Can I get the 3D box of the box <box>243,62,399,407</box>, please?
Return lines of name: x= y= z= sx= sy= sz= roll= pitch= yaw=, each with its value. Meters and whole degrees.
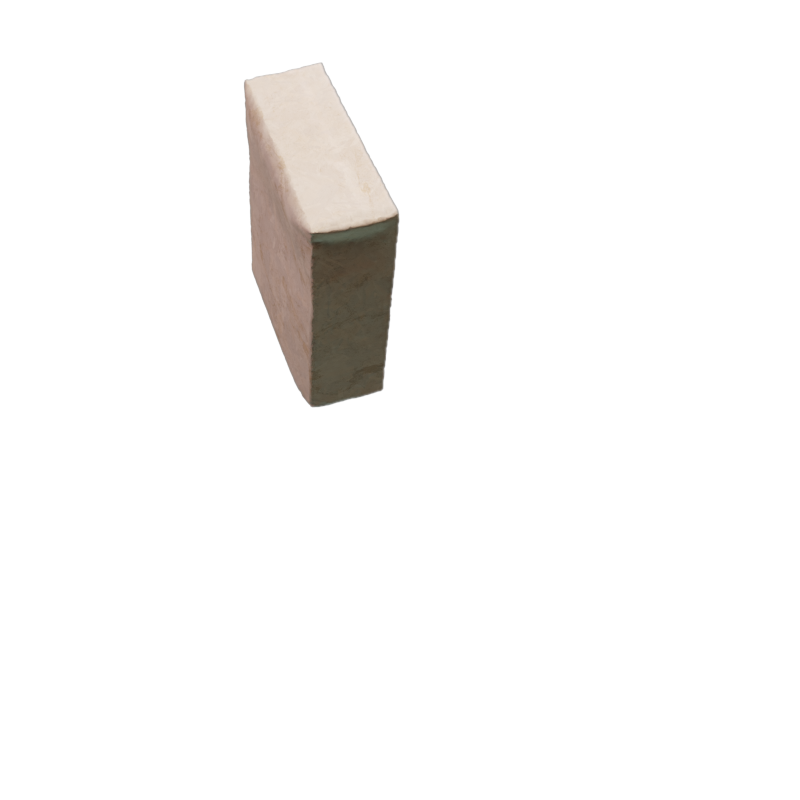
box: x=-0.067 y=-0.121 z=0.850 sx=0.071 sy=0.177 sz=0.200 roll=-15 pitch=-35 yaw=-14
